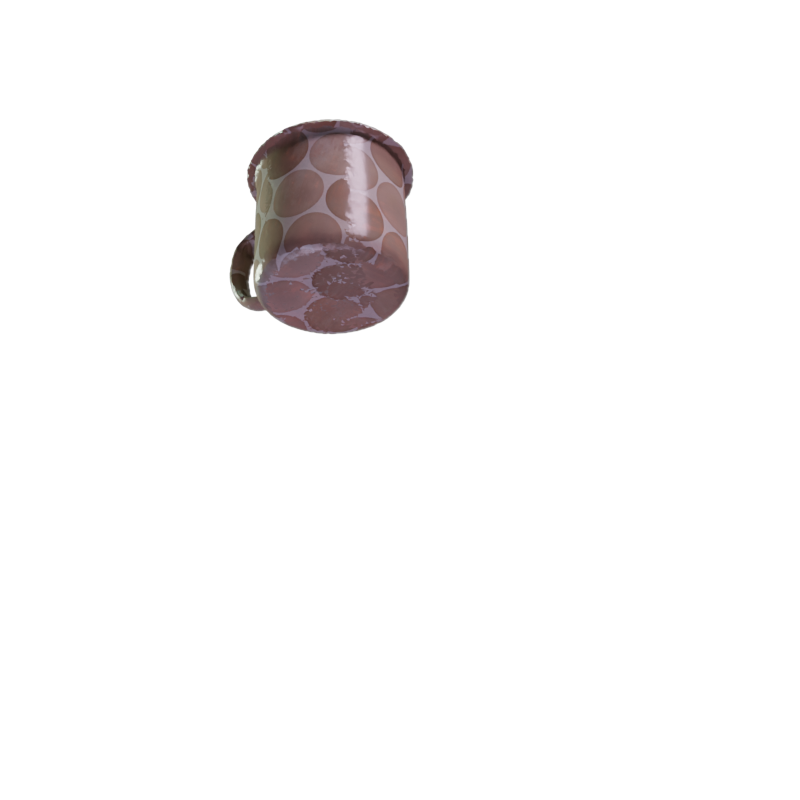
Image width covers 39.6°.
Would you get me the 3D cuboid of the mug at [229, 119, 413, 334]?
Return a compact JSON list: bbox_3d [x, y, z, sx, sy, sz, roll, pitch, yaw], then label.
[{"bbox_3d":[-0.047,-0.086,0.602,0.118,0.087,0.086,-22,-40,27],"label":"mug"}]
